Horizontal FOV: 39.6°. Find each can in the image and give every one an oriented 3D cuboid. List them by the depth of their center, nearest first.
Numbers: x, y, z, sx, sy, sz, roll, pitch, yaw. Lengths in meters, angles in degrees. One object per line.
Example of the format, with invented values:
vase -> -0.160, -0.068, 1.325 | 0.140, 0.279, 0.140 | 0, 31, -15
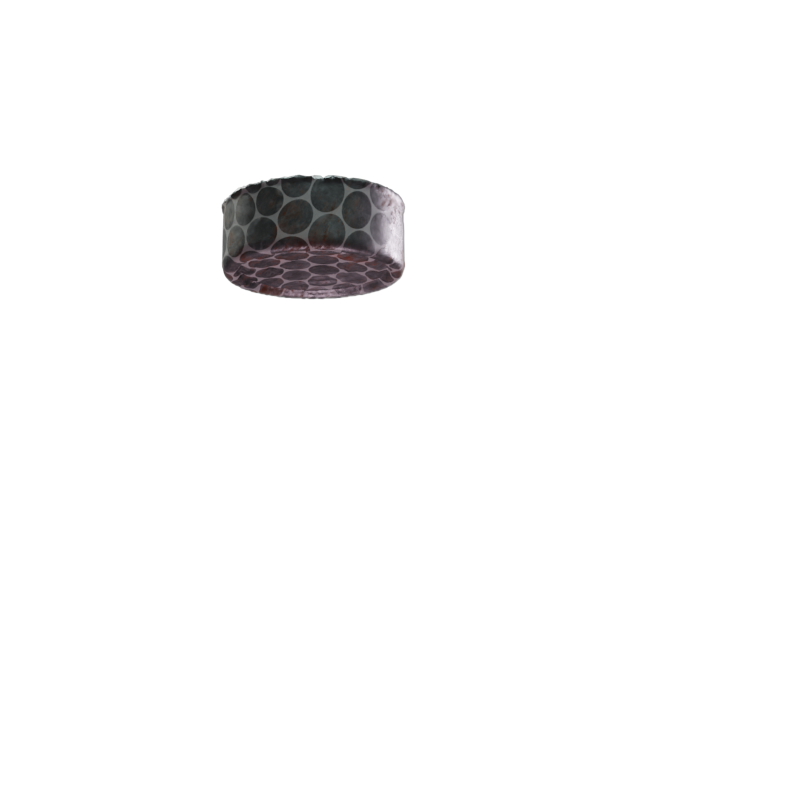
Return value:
can -> -0.040, -0.073, 0.515 | 0.086, 0.035, 0.083 | 0, -12, -2
